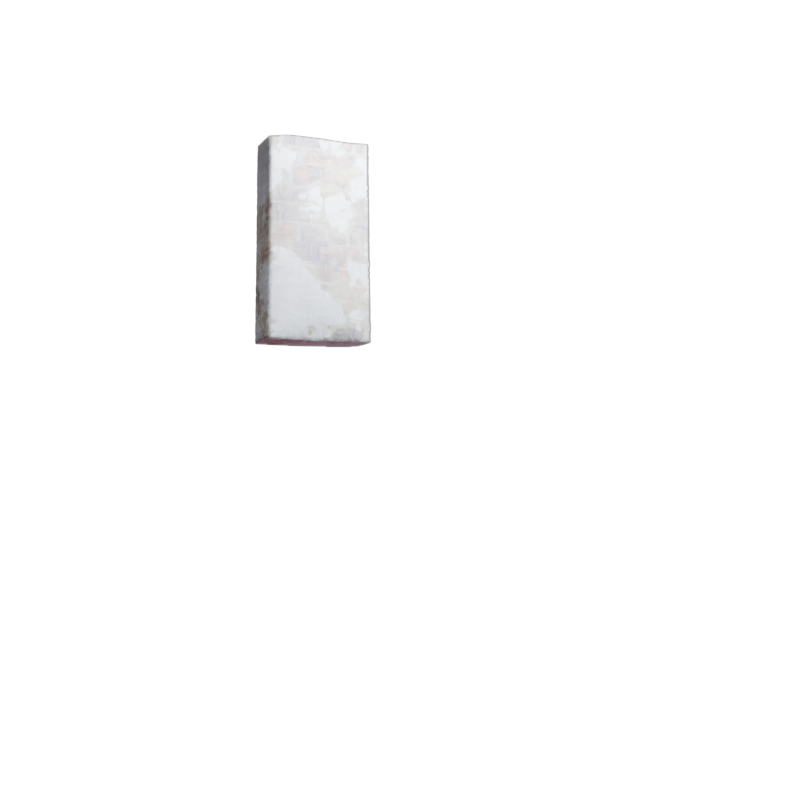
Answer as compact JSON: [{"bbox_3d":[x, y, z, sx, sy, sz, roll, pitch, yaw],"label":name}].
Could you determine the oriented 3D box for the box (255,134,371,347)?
[{"bbox_3d":[-0.074,-0.135,0.943,0.091,0.181,0.048,3,-11,-20],"label":"box"}]
